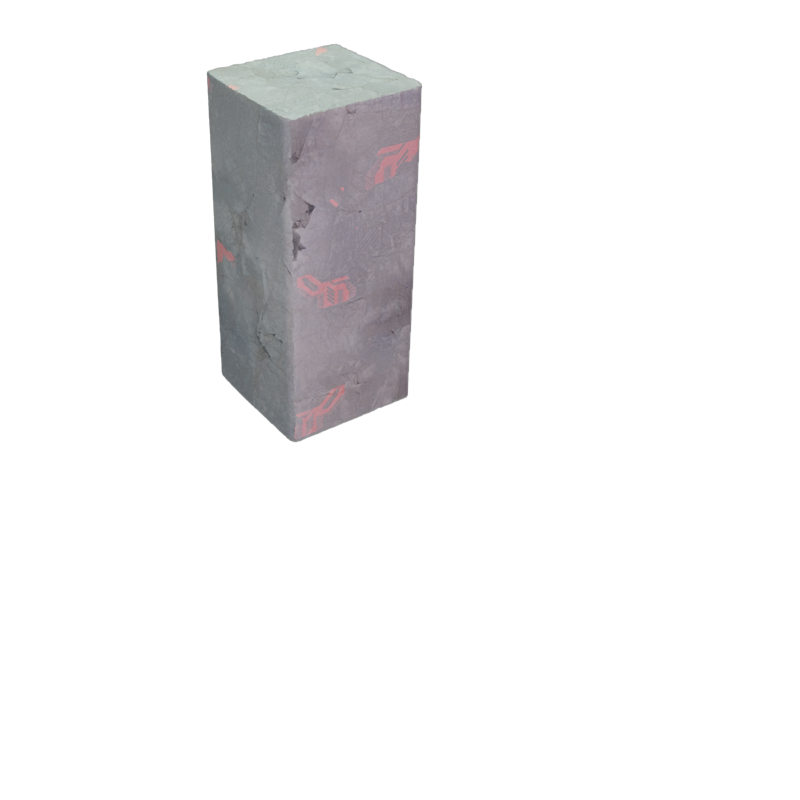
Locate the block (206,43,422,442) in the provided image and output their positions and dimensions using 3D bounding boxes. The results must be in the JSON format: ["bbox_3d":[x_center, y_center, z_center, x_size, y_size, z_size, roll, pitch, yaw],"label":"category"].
[{"bbox_3d":[-0.051,-0.093,0.656,0.089,0.194,0.097,-18,36,-31],"label":"block"}]
